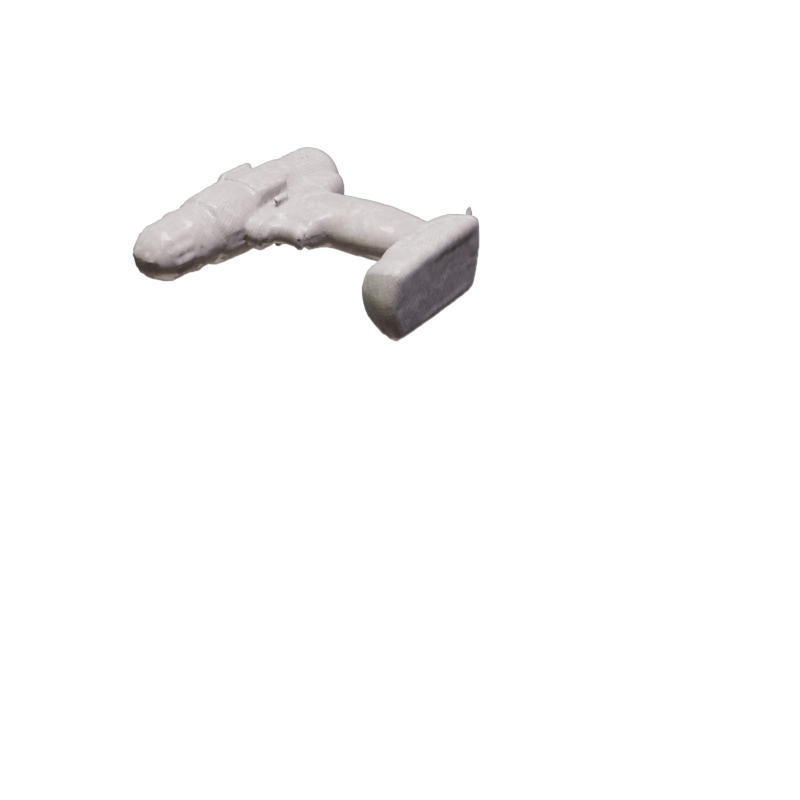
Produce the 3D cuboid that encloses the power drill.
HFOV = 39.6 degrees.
[{"bbox_3d":[-0.058,-0.105,0.737,0.199,0.054,0.186,25,43,30],"label":"power drill"}]
